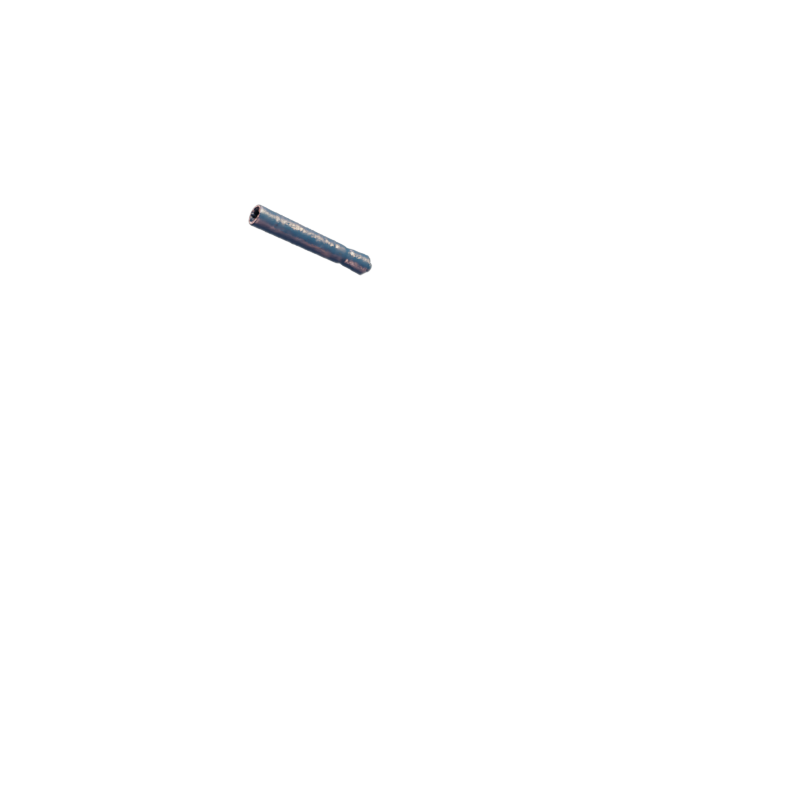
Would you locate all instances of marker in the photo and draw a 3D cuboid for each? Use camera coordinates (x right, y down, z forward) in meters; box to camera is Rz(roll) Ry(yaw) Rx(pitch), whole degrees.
[{"bbox_3d":[-0.074,-0.134,0.941,0.115,0.020,0.020,22,-8,-29],"label":"marker"}]
